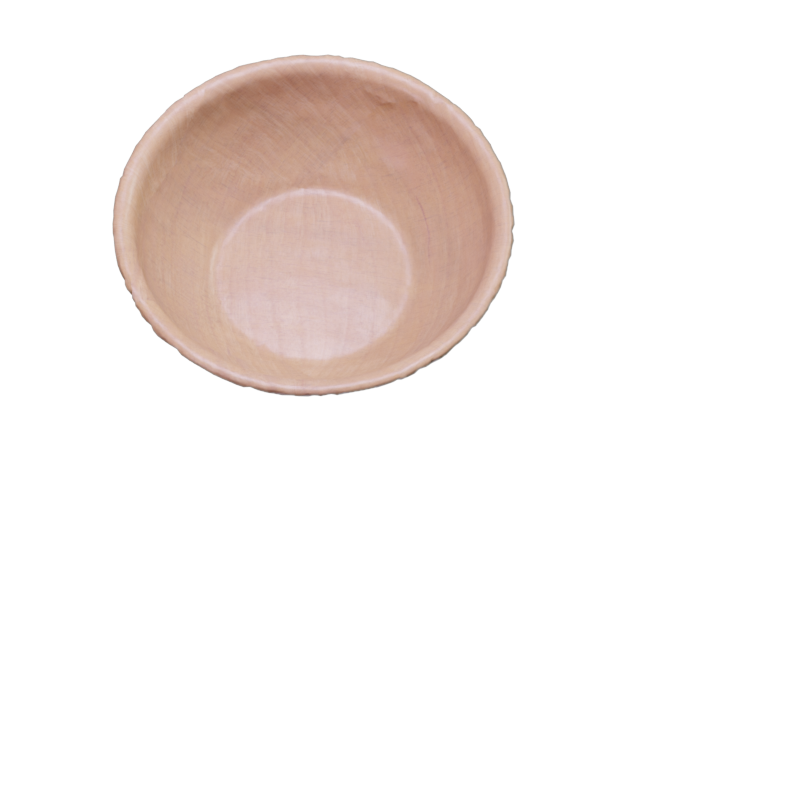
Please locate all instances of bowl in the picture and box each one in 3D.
[{"bbox_3d":[-0.037,-0.067,0.468,0.162,0.172,0.052,-1,-29,-1],"label":"bowl"}]
